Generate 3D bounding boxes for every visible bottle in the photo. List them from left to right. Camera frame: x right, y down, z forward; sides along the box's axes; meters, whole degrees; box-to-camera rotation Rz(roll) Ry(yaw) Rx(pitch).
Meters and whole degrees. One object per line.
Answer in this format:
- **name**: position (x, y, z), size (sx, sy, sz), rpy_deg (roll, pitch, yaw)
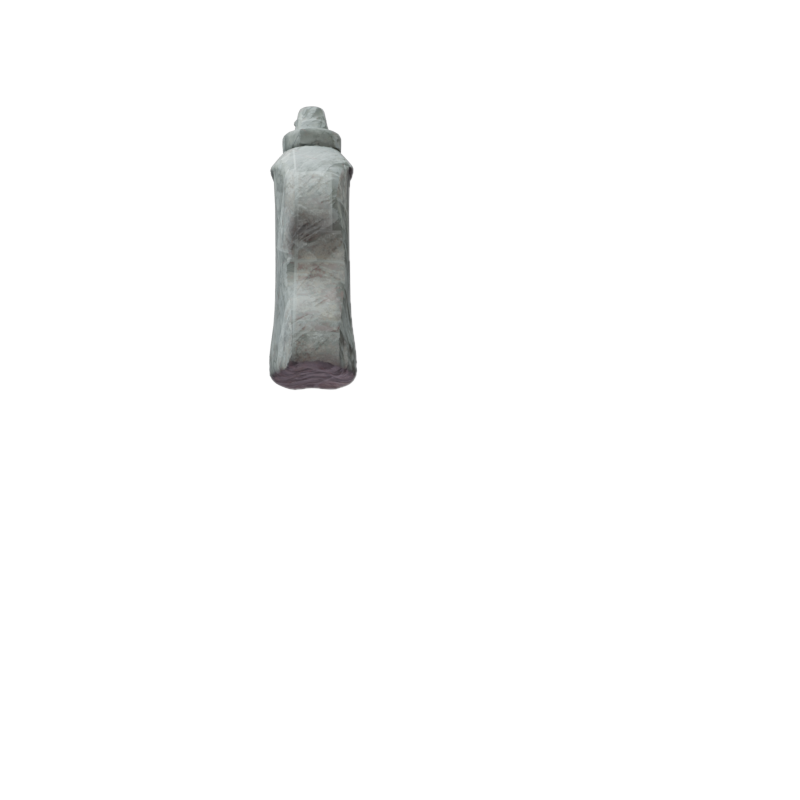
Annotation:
- **bottle**: position (-0.059, -0.107, 0.752), size (0.058, 0.199, 0.093), rpy_deg (-1, -14, -2)
